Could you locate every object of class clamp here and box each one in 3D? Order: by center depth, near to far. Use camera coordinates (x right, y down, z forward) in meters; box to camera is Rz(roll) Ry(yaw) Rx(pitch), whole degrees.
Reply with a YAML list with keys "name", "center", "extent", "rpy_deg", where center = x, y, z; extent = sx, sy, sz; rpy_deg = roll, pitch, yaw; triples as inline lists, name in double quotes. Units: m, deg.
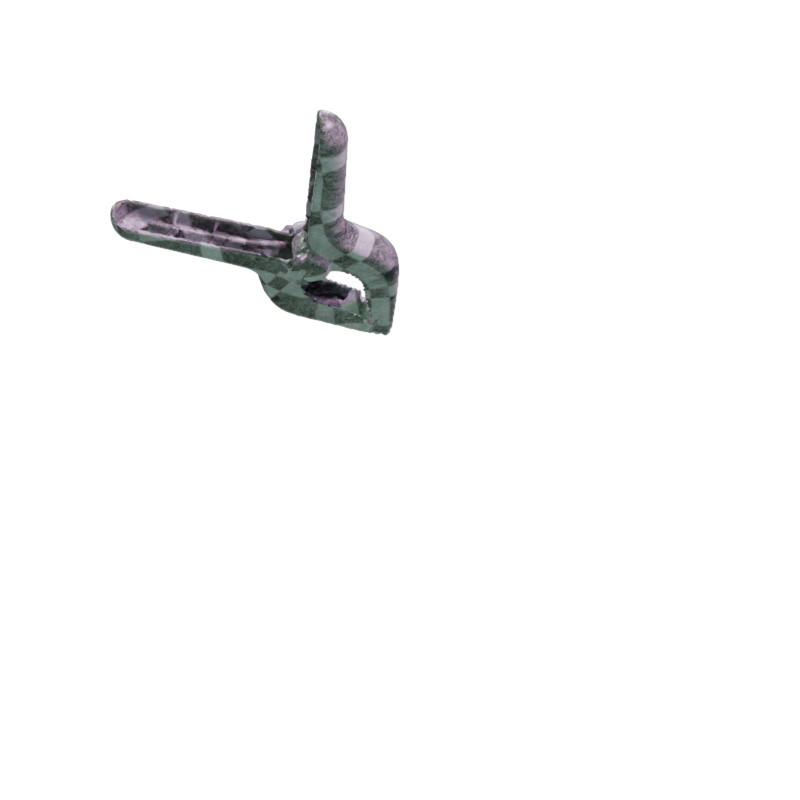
- name: "clamp"
  center: [-0.055, -0.101, 0.709]
  extent: [0.165, 0.039, 0.195]
  rpy_deg: [-21, -36, 32]
